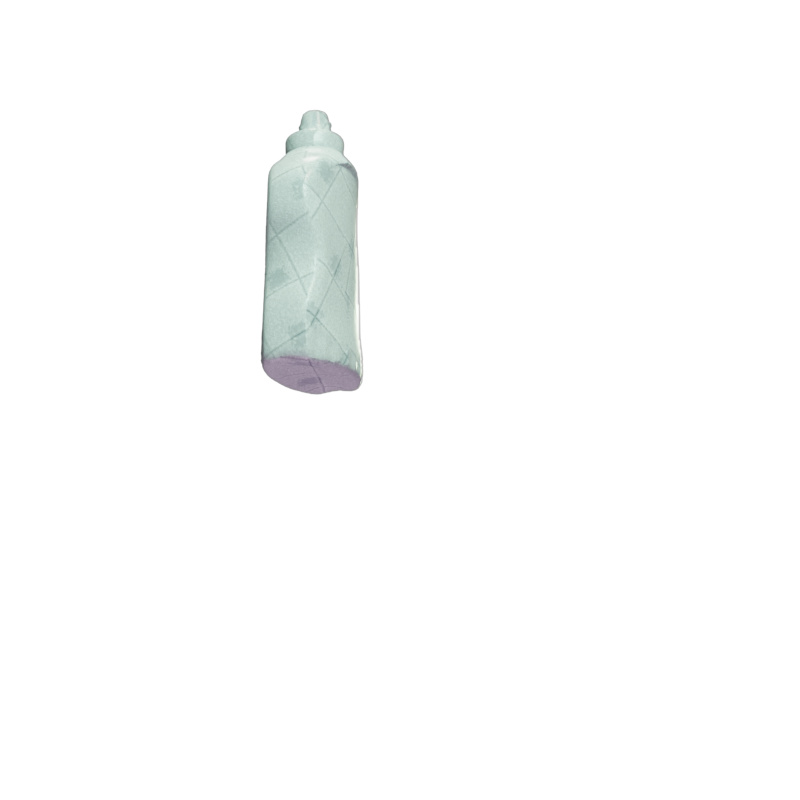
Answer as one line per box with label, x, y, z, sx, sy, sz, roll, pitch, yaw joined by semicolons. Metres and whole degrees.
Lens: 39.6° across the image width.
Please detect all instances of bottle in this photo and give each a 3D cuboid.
bottle;-0.058;-0.107;0.746;0.059;0.201;0.090;-9;-21;20
